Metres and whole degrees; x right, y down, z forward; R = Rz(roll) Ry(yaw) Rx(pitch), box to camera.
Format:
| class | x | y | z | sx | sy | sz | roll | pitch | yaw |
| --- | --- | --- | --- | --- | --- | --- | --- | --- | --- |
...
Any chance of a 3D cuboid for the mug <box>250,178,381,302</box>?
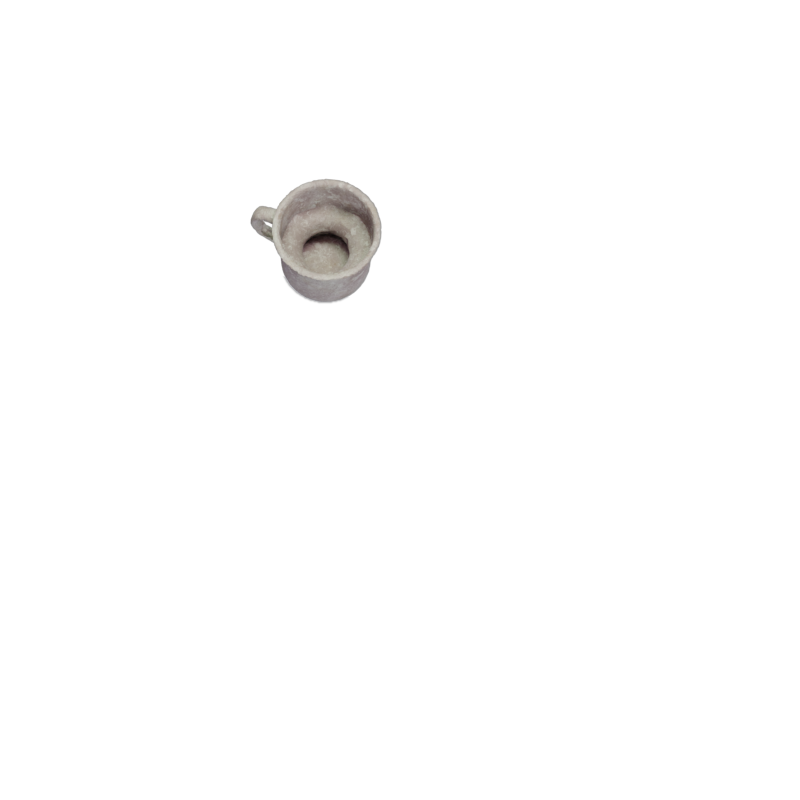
| class | x | y | z | sx | sy | sz | roll | pitch | yaw |
| --- | --- | --- | --- | --- | --- | --- | --- | --- | --- |
| mug | -0.076 | -0.139 | 0.974 | 0.118 | 0.096 | 0.078 | 18 | -18 | 5 |
